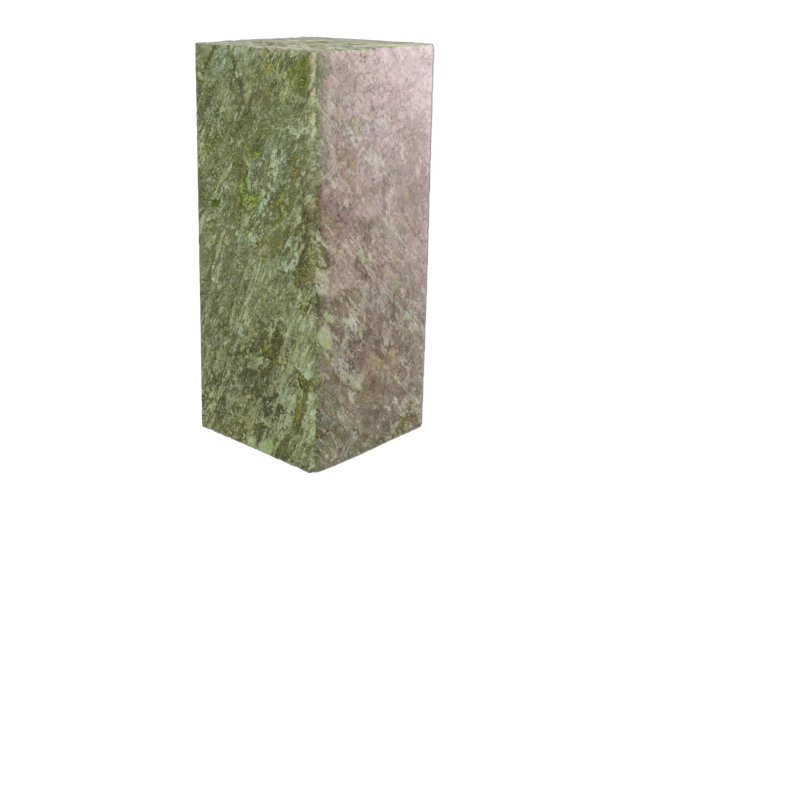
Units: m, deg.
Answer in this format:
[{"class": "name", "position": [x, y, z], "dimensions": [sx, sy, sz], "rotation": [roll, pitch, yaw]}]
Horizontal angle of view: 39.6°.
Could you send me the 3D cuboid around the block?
[{"class": "block", "position": [-0.045, -0.083, 0.580], "dimensions": [0.096, 0.199, 0.088], "rotation": [14, 20, 40]}]
